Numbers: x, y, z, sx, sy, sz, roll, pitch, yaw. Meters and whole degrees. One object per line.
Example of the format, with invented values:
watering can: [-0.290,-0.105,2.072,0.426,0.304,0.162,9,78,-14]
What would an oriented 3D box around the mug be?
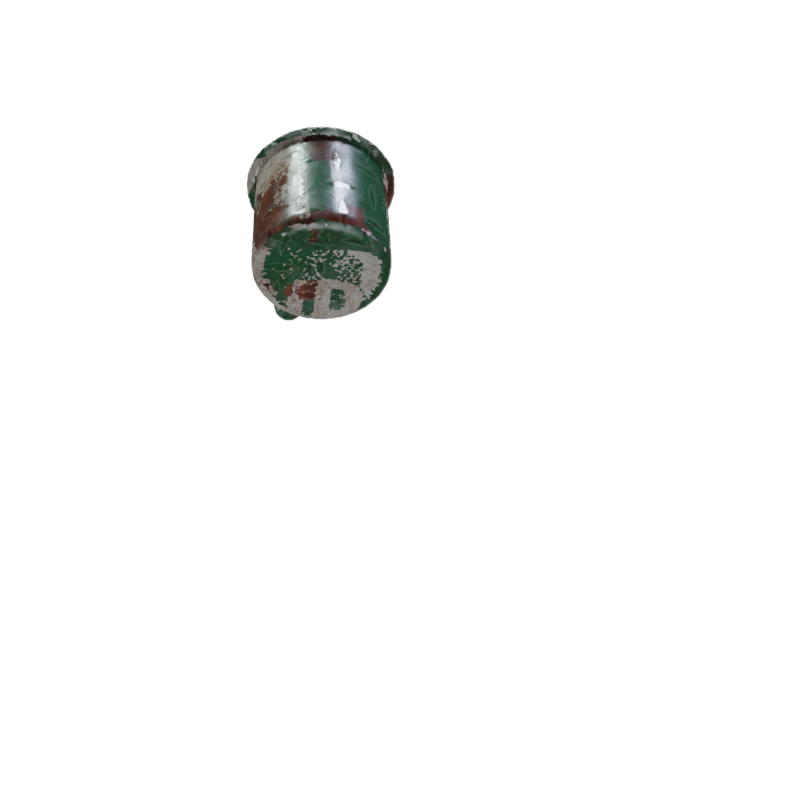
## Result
mug: [-0.053,-0.096,0.674,0.090,0.087,0.113,18,-48,-19]
